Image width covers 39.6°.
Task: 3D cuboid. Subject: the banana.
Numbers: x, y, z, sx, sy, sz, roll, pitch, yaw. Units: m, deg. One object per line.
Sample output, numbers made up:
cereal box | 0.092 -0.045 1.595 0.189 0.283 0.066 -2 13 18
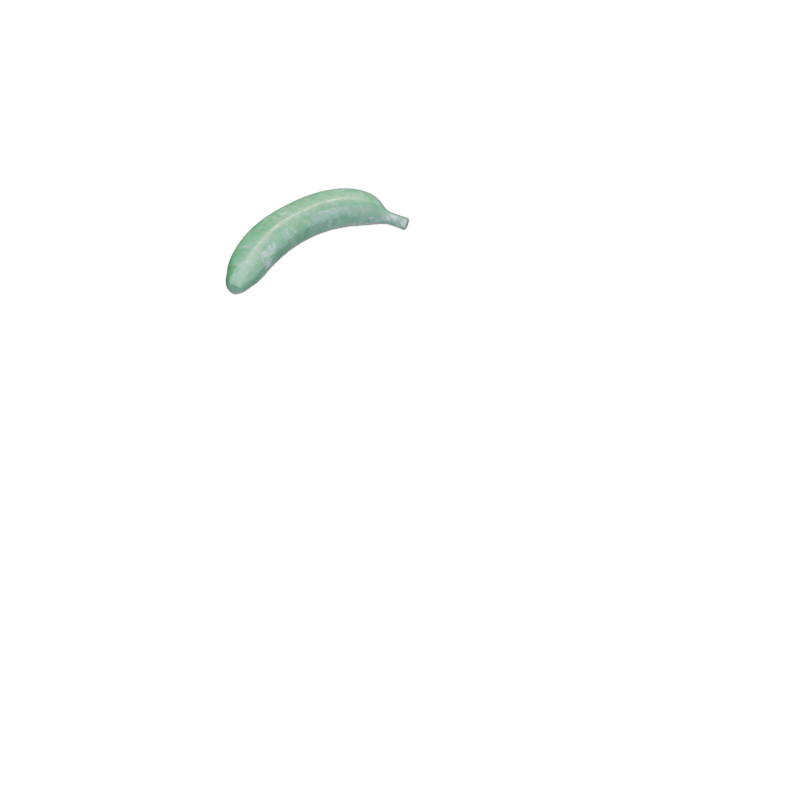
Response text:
banana | -0.086 -0.153 1.001 0.197 0.034 0.075 -27 46 -29
